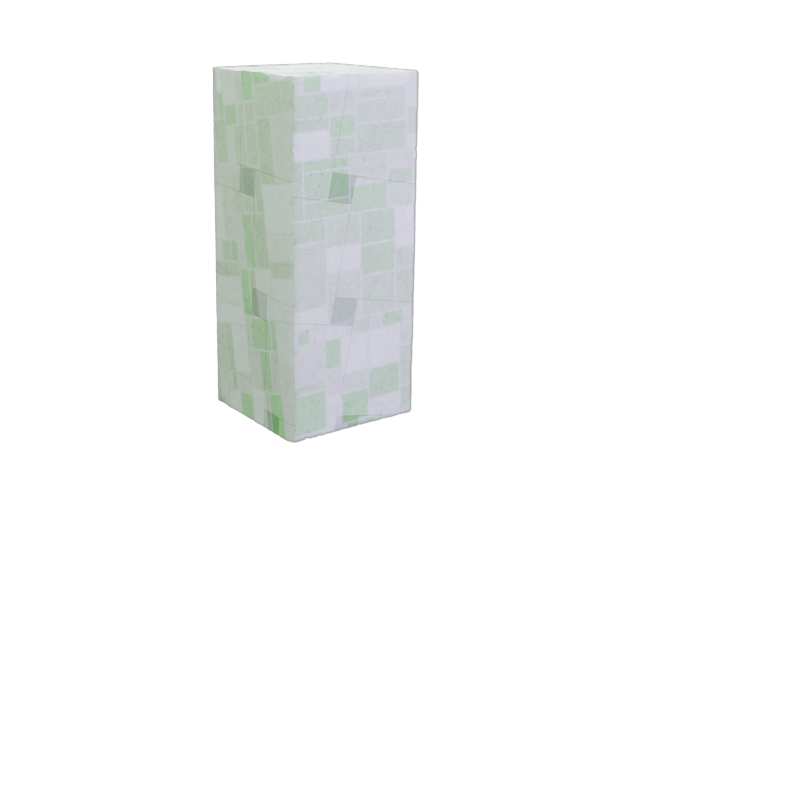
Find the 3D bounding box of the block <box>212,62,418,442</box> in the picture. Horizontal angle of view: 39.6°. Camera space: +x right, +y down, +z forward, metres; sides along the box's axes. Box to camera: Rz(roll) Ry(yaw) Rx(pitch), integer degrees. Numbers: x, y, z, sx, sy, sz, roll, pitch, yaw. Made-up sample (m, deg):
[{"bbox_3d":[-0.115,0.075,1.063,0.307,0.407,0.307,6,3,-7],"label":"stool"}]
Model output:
[{"bbox_3d":[-0.052,-0.095,0.663,0.088,0.200,0.095,-10,18,-36],"label":"block"}]
